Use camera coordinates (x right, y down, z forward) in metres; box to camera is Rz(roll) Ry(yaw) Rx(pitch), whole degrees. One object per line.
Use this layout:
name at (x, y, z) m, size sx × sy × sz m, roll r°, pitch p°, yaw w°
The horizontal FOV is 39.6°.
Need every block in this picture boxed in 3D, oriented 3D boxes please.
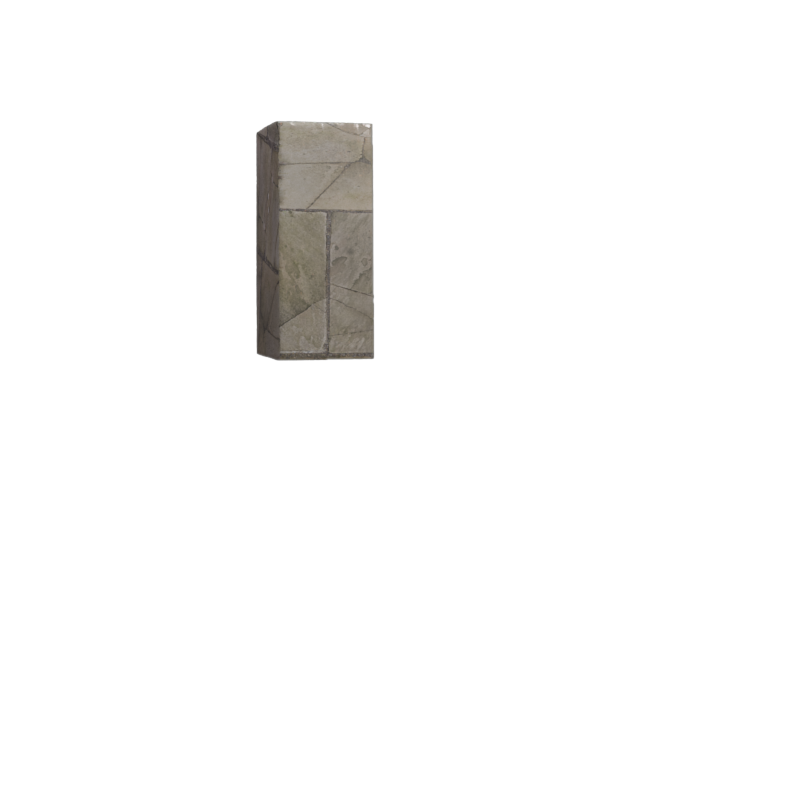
block at (-0.078, -0.143, 0.999) m, size 0.089 × 0.207 × 0.092 m, roll 0°, pitch 0°, yaw -17°
